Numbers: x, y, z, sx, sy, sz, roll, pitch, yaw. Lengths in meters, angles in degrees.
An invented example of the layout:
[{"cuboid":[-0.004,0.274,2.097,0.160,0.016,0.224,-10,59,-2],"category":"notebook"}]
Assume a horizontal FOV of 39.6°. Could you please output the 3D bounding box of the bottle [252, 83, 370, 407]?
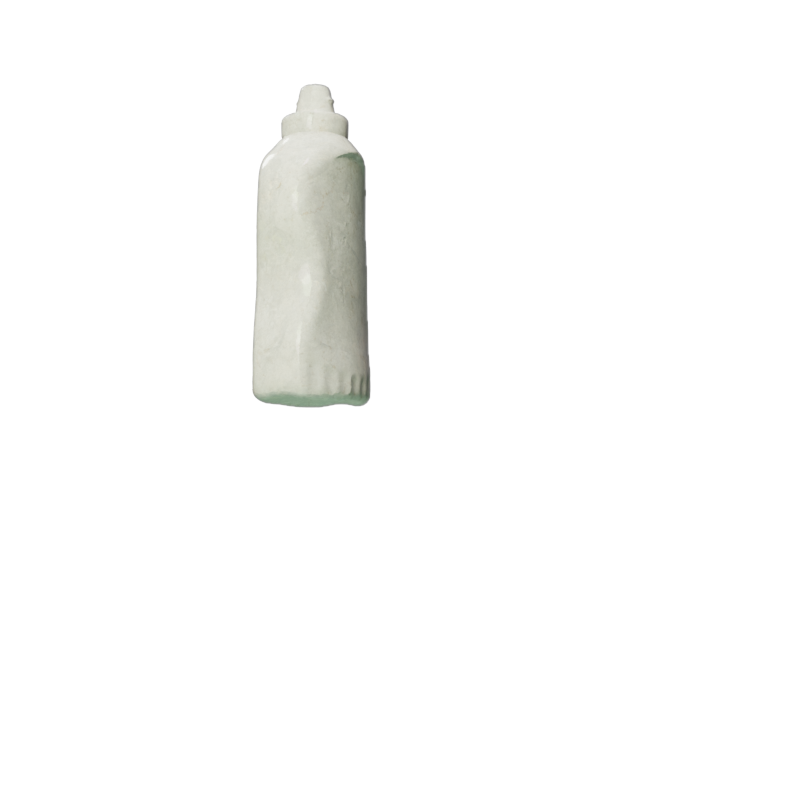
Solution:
[{"cuboid":[-0.051,-0.094,0.658,0.060,0.197,0.091,-6,-11,24],"category":"bottle"}]
